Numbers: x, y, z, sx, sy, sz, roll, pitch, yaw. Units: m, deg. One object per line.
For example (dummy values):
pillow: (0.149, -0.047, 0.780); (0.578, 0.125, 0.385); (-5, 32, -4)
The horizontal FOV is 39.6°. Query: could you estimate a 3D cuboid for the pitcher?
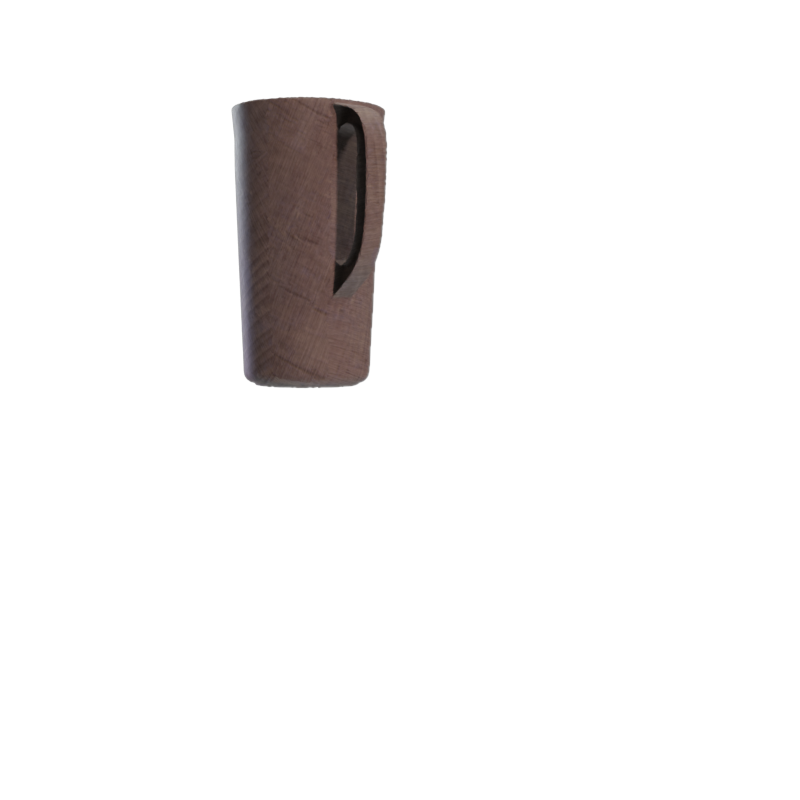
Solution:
pitcher: (-0.074, -0.135, 0.943); (0.147, 0.245, 0.146); (0, -1, 10)
